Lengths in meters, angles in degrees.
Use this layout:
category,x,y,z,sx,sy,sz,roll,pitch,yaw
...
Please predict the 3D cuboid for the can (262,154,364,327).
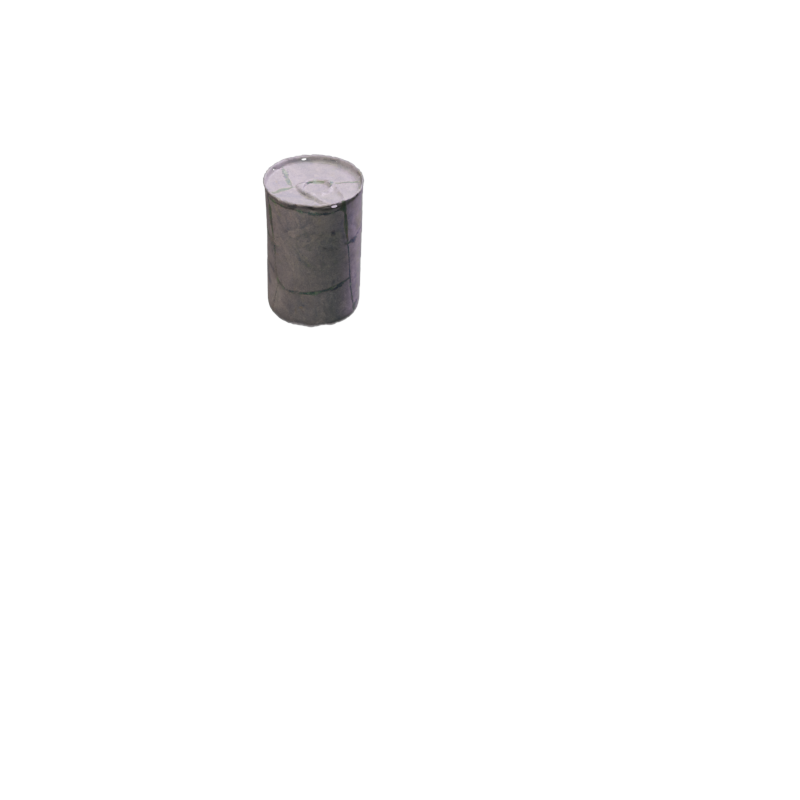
category,x,y,z,sx,sy,sz,roll,pitch,yaw
can,-0.060,-0.110,0.771,0.068,0.096,0.073,0,37,-3
